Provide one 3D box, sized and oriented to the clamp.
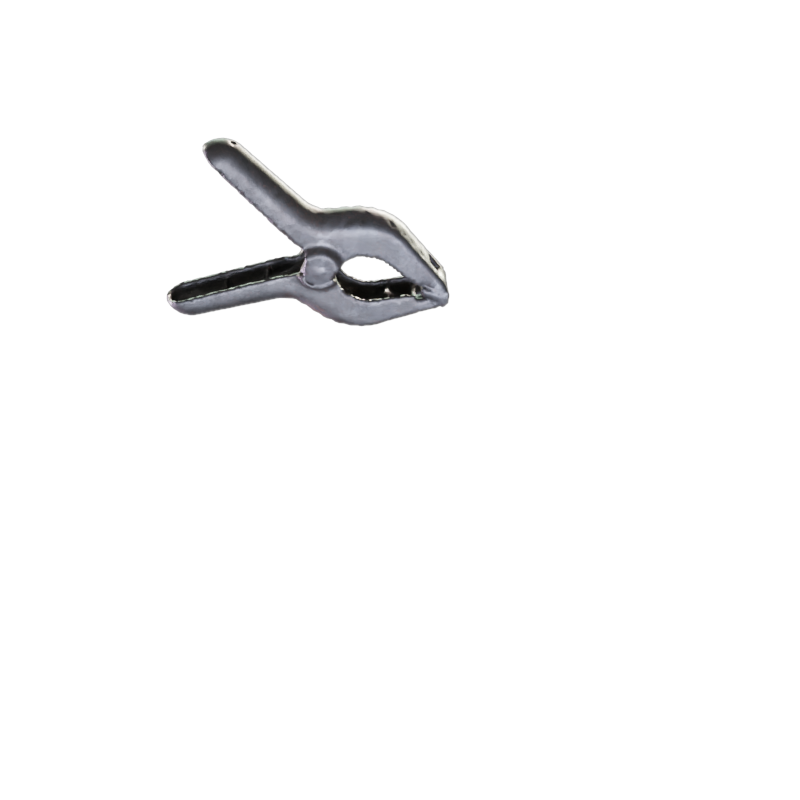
[{"bbox_3d":[-0.052,-0.095,0.663,0.170,0.113,0.042,5,41,-5],"label":"clamp"}]
